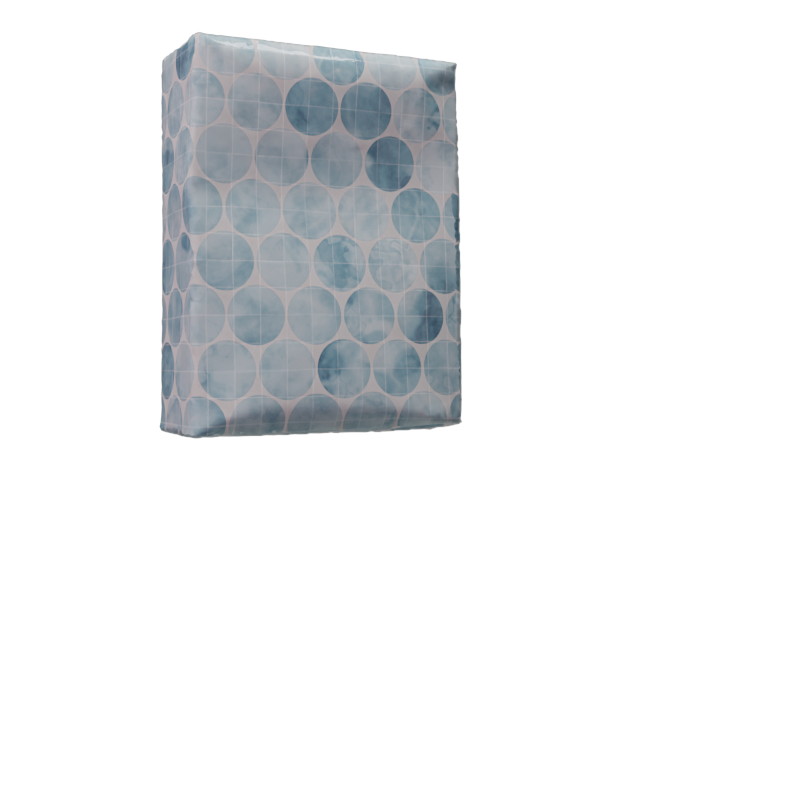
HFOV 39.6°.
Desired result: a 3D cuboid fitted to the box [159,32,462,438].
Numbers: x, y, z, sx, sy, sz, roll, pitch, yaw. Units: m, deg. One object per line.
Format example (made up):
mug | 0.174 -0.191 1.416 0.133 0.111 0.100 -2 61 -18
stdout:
box | -0.049 -0.090 0.628 0.159 0.216 0.073 1 -5 -25
